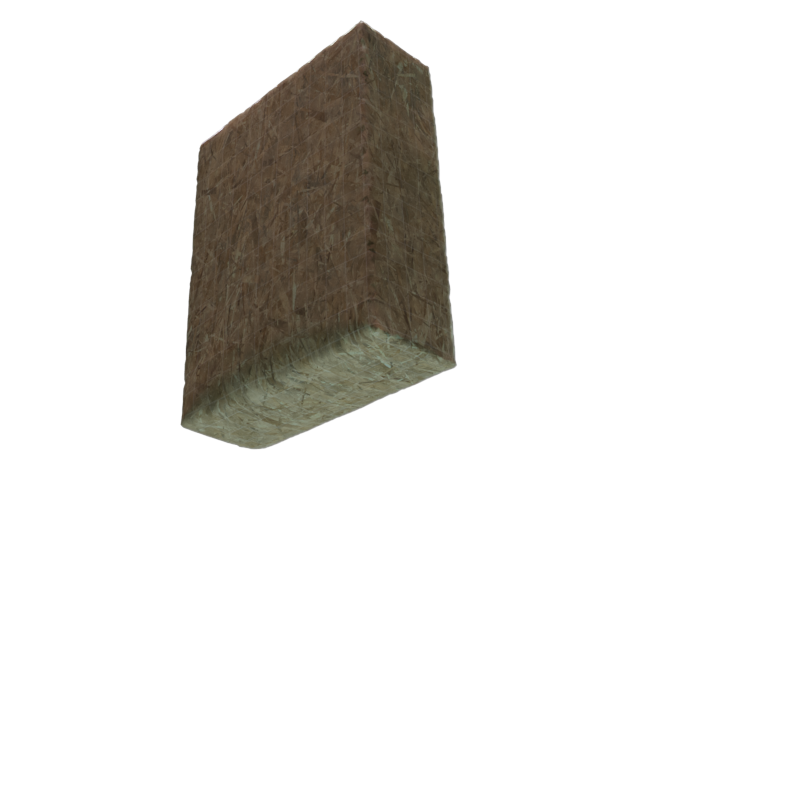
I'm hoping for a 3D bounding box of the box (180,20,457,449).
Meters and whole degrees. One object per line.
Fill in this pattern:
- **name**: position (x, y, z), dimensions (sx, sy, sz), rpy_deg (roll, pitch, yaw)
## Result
- **box**: position (-0.053, -0.096, 0.673), dimensions (0.164, 0.228, 0.067), rpy_deg (-27, -39, 37)
